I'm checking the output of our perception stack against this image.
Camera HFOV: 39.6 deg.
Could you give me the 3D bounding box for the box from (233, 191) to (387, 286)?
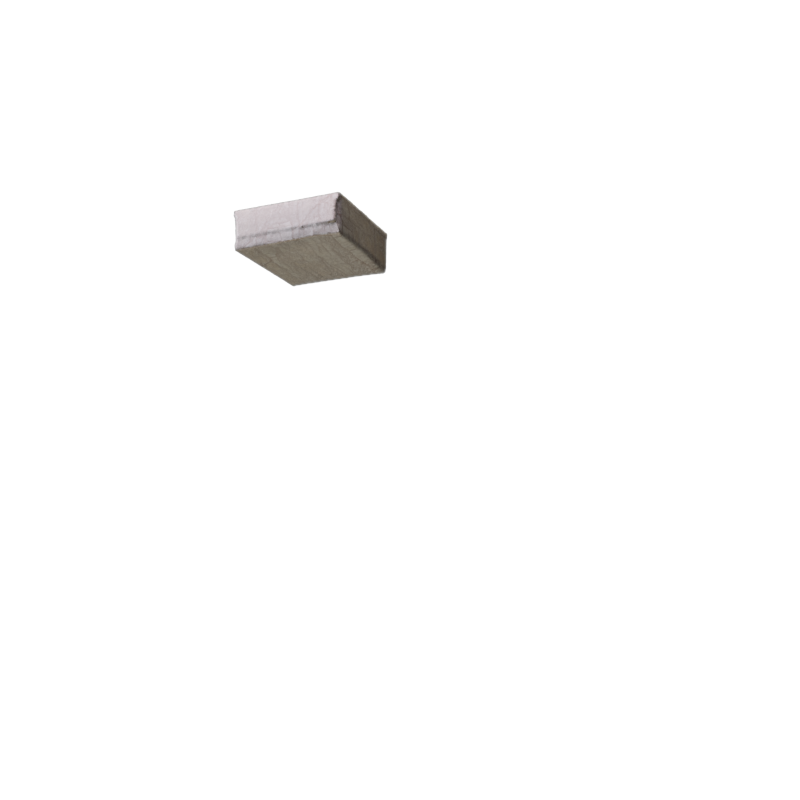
[{"bbox_3d":[-0.070,-0.127,0.890,0.092,0.040,0.107,-5,-15,20],"label":"box"}]
